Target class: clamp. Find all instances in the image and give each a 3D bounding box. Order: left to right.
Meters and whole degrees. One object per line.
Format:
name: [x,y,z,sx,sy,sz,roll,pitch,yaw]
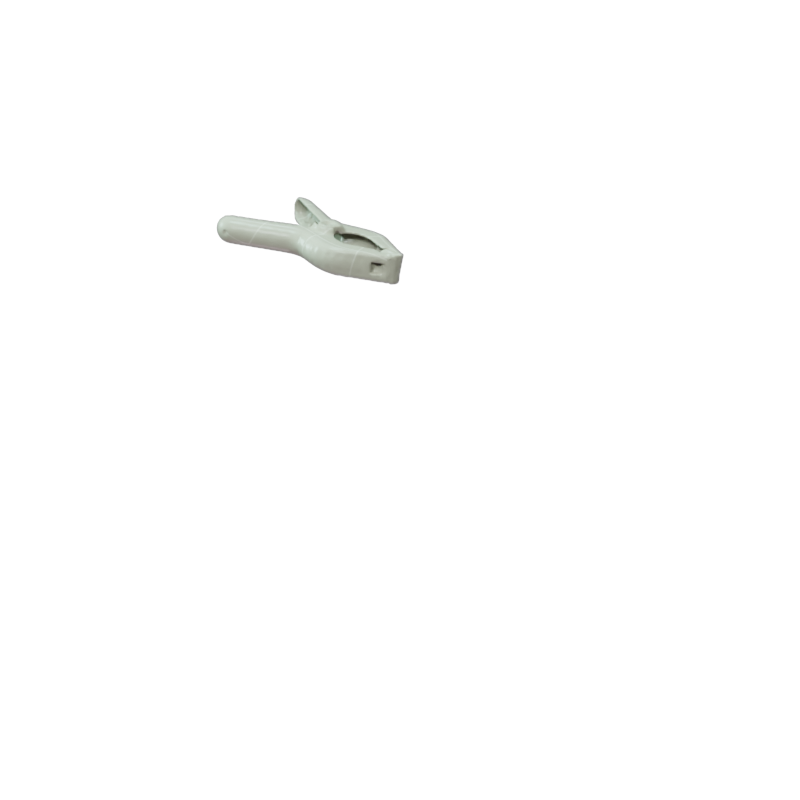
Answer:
clamp: [-0.077,-0.141,0.989,0.119,0.037,0.183,-23,36,-37]
